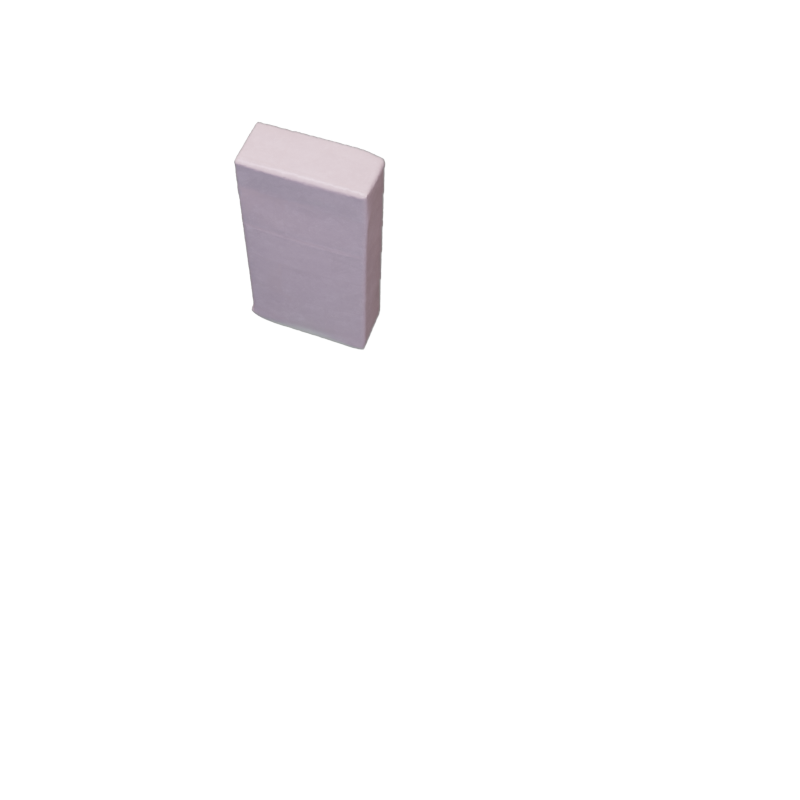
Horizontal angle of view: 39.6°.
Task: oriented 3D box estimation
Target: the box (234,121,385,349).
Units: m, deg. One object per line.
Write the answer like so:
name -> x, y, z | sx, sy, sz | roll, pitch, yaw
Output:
box -> -0.060, -0.111, 0.773 | 0.096, 0.050, 0.165 | 19, -34, 10
